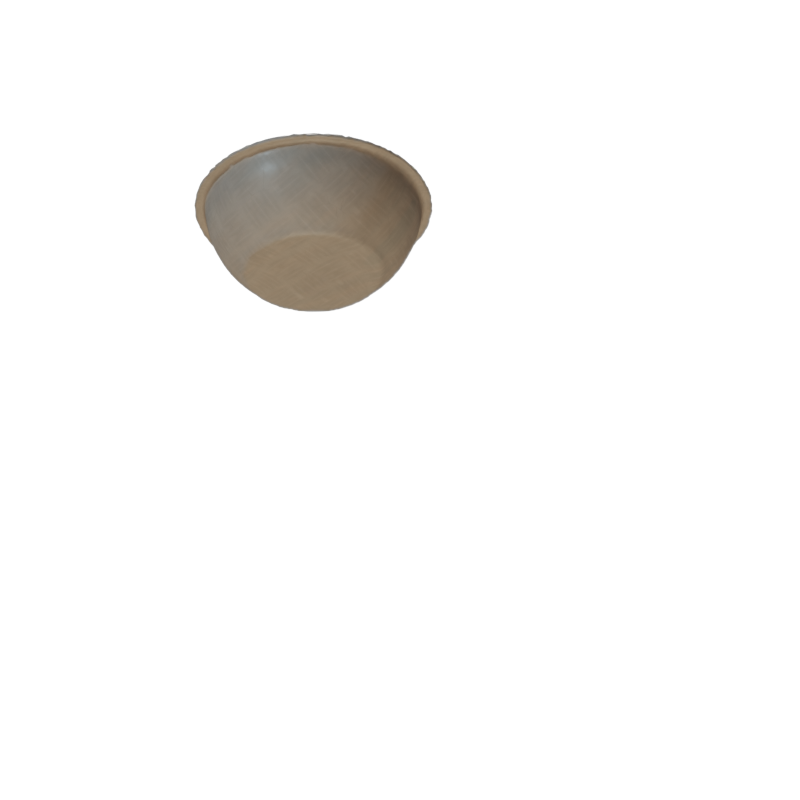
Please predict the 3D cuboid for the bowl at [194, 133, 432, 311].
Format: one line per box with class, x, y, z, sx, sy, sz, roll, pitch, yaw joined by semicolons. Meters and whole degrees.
bowl;-0.058;-0.106;0.742;0.162;0.059;0.152;1;-31;-2
